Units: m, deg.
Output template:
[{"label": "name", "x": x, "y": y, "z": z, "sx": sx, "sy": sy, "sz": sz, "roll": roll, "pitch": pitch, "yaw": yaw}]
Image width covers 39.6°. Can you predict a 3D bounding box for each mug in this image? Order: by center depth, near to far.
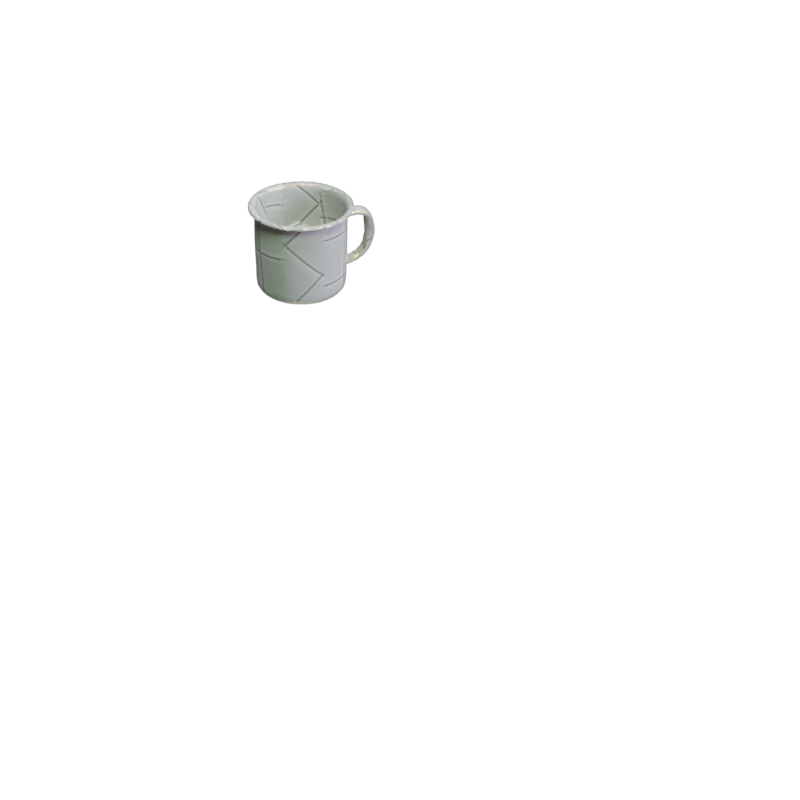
[{"label": "mug", "x": -0.078, "y": -0.142, "z": 0.992, "sx": 0.115, "sy": 0.076, "sz": 0.101, "roll": -15, "pitch": 37, "yaw": -22}]
